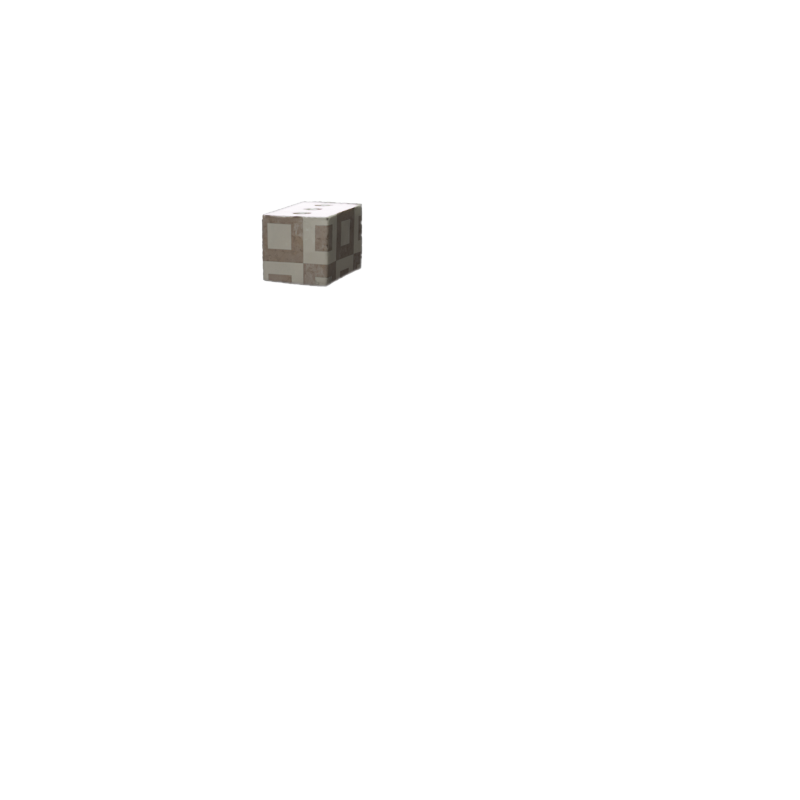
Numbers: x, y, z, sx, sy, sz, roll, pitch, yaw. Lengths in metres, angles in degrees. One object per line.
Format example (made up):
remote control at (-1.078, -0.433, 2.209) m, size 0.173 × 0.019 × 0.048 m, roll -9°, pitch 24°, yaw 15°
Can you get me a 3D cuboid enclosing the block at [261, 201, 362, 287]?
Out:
block at (-0.065, -0.119, 0.832) m, size 0.054 × 0.050 × 0.078 m, roll 5°, pitch 16°, yaw 17°
